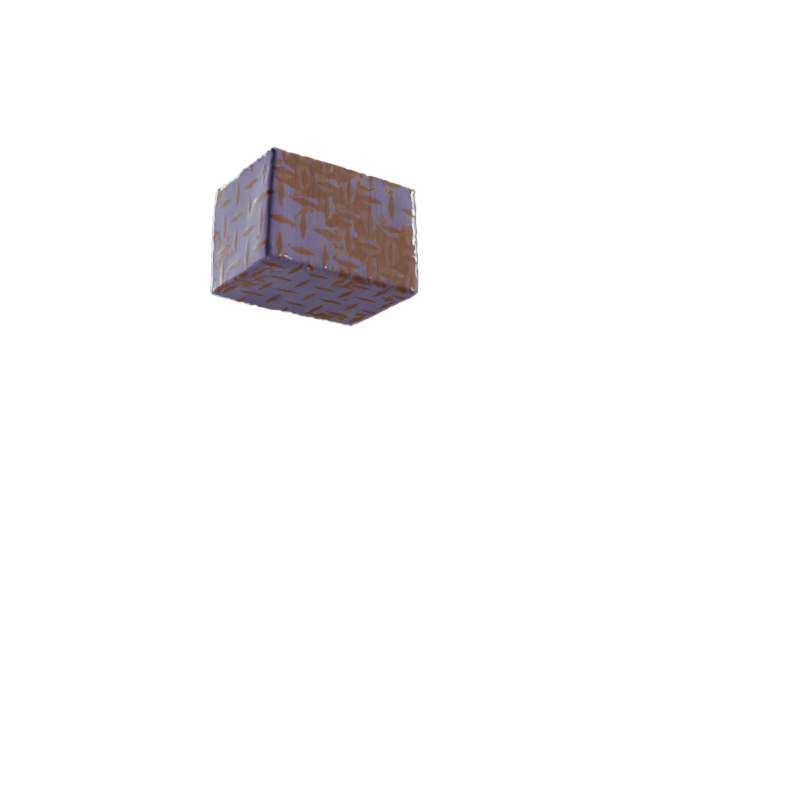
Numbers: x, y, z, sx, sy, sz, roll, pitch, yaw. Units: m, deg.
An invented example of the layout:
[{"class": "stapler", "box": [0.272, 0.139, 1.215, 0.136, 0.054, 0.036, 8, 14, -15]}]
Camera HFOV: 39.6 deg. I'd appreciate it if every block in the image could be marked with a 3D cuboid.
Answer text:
[{"class": "block", "box": [-0.038, -0.070, 0.488, 0.074, 0.054, 0.053, 12, -23, -33]}]
